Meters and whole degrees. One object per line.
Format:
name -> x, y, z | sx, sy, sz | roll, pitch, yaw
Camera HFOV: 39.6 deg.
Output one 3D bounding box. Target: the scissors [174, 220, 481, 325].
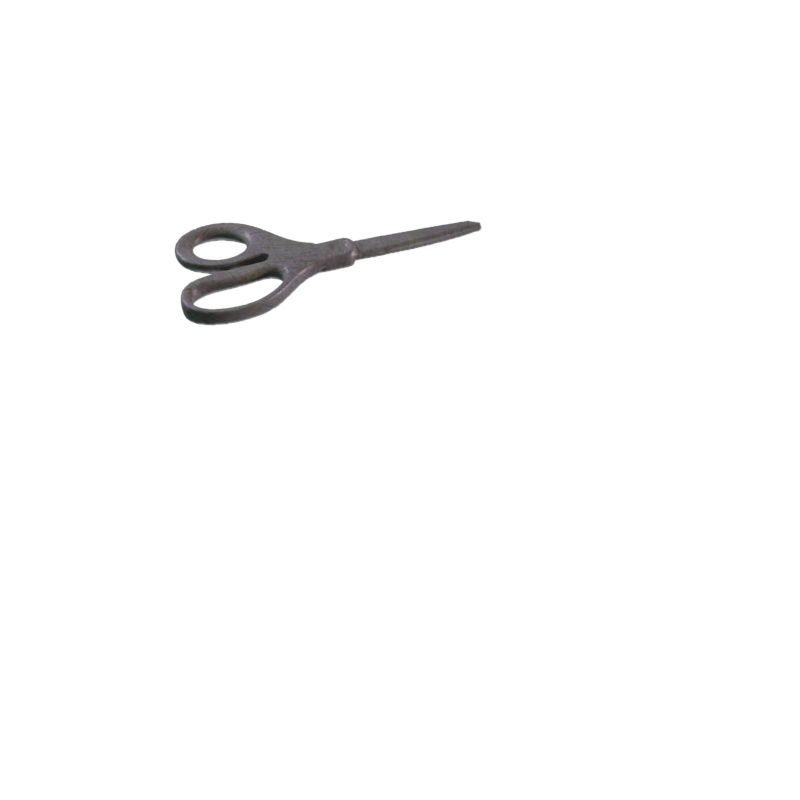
scissors -> -0.056, -0.101, 0.710 | 0.200, 0.015, 0.104 | -26, 48, -25
